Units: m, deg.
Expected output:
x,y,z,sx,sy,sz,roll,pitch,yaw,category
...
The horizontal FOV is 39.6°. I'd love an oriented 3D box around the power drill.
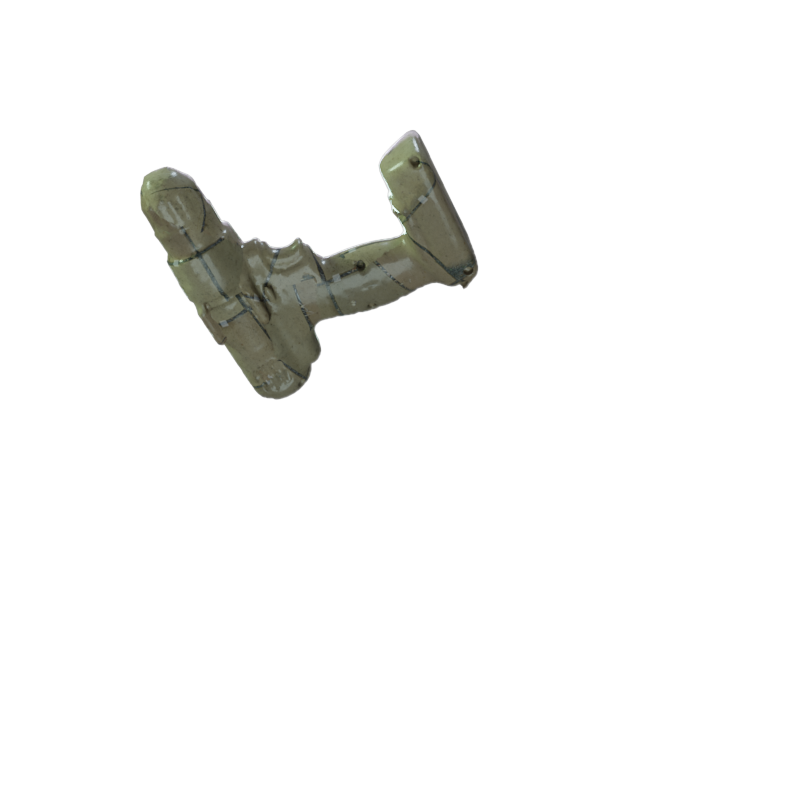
x,y,z,sx,sy,sz,roll,pitch,yaw,category
-0.058,-0.105,0.736,0.188,0.173,0.061,-24,27,13,power drill
